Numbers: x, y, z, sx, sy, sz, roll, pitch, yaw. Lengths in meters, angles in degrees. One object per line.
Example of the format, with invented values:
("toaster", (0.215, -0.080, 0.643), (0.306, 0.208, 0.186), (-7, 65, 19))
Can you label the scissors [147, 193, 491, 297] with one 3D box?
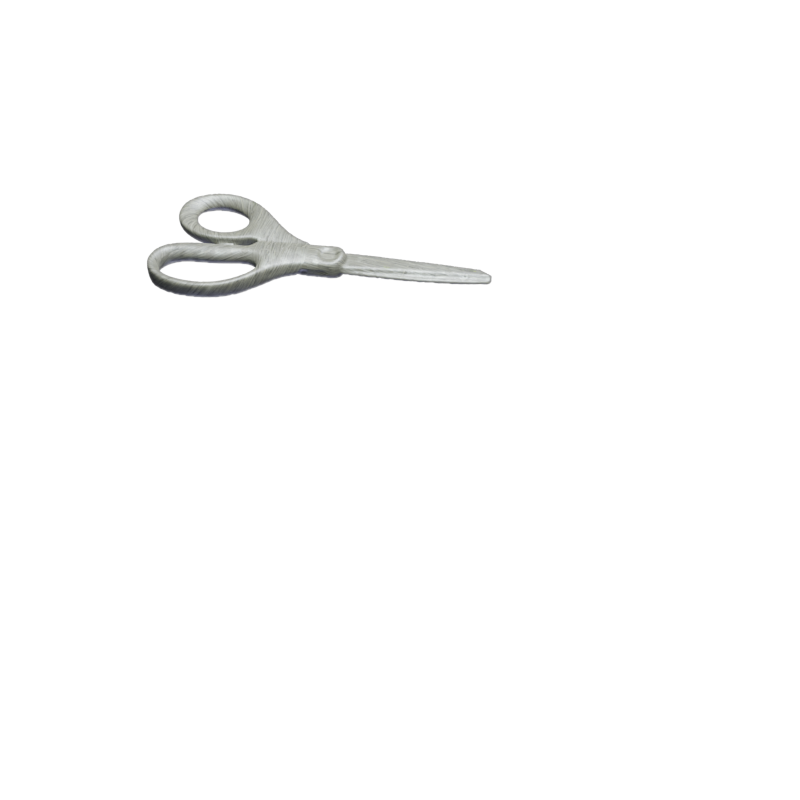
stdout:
("scissors", (-0.053, -0.097, 0.679), (0.200, 0.015, 0.104), (-5, 45, -5))
